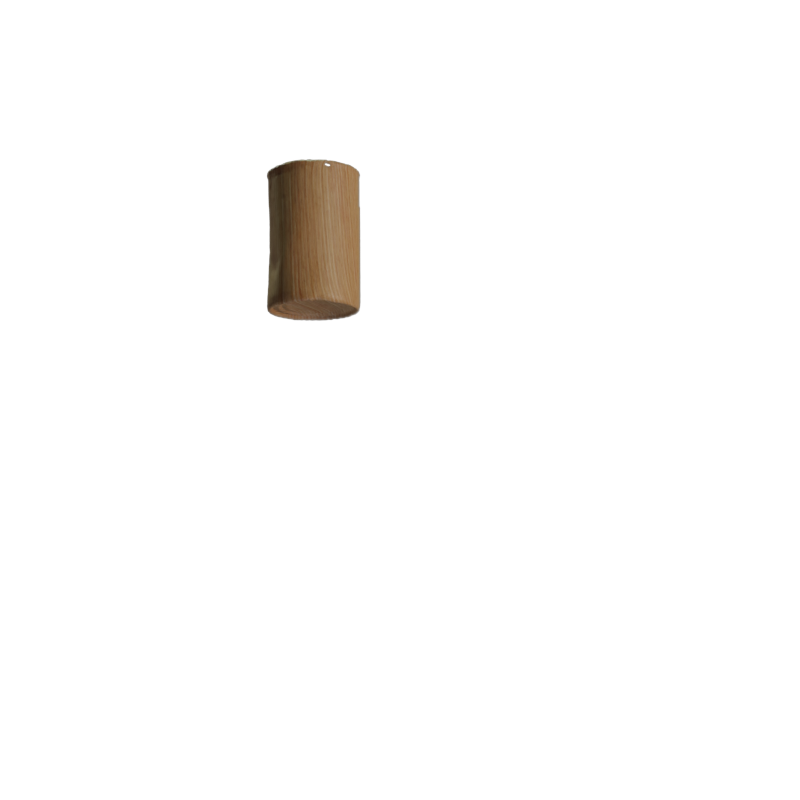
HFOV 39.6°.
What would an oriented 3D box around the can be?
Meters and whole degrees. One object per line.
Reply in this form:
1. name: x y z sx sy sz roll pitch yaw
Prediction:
1. can: -0.062 -0.113 0.793 0.068 0.106 0.066 0 -14 -2
